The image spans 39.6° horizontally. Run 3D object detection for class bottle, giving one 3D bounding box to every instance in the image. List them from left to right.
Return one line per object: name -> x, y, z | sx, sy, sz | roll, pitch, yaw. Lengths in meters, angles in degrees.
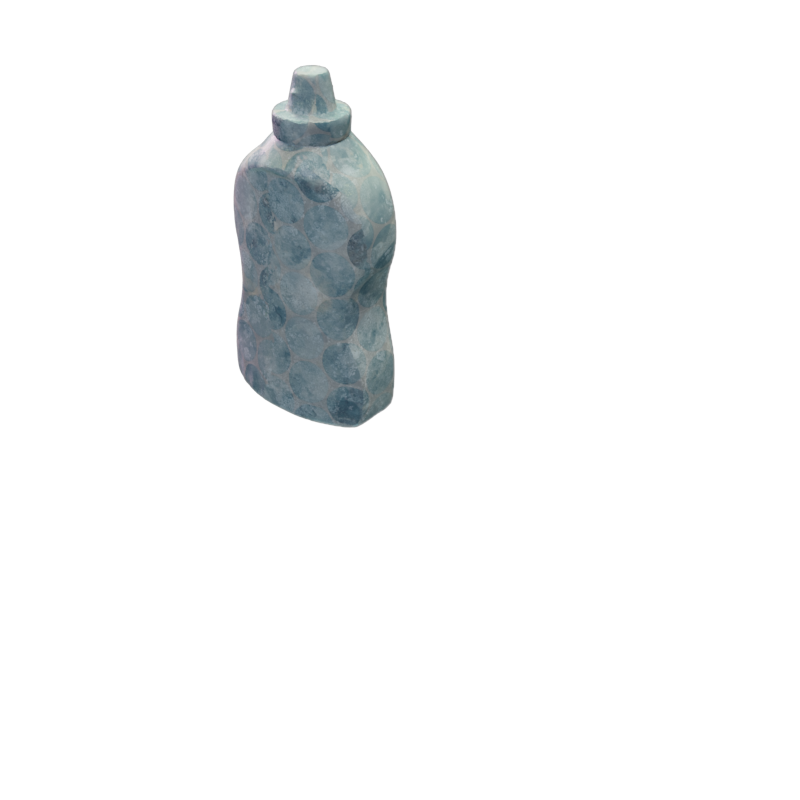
bottle -> -0.047, -0.085, 0.595 | 0.102, 0.181, 0.058 | 24, 35, 35
